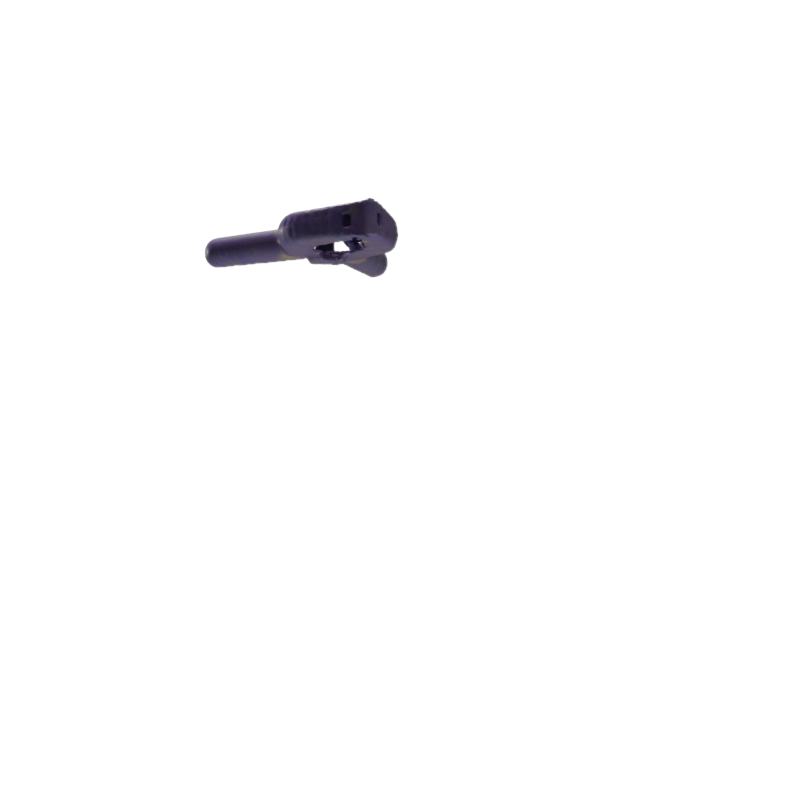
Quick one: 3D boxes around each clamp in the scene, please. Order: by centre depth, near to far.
[{"bbox_3d":[-0.070,-0.128,0.897,0.162,0.037,0.210,1,-2,-12],"label":"clamp"}]
